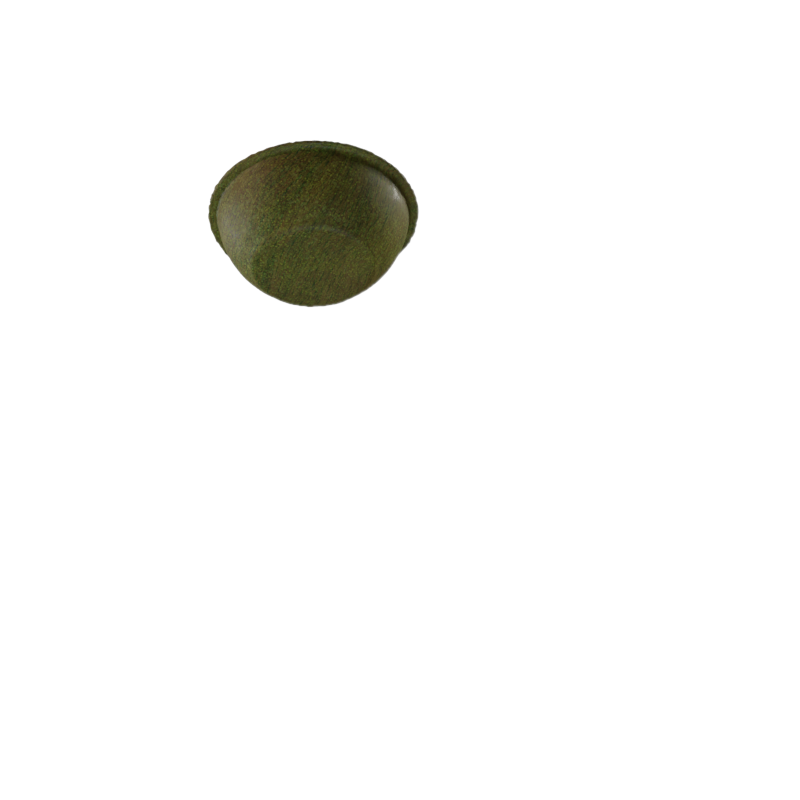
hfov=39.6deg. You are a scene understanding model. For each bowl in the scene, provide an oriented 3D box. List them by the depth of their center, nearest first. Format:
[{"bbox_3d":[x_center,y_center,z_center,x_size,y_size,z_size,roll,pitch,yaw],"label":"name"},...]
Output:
[{"bbox_3d":[-0.066,-0.119,0.837,0.162,0.059,0.151,1,-38,-2],"label":"bowl"}]
